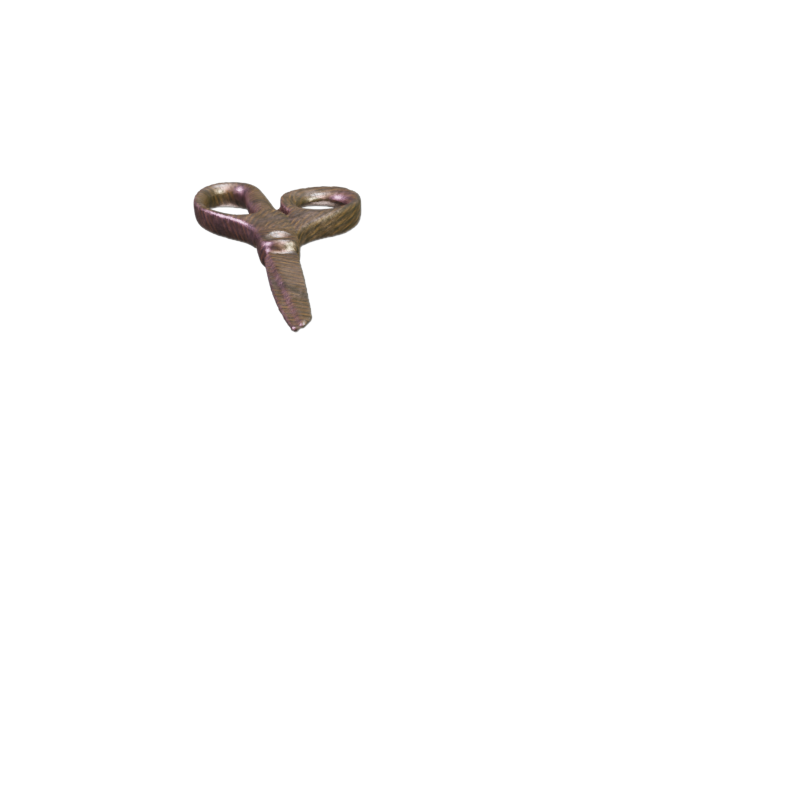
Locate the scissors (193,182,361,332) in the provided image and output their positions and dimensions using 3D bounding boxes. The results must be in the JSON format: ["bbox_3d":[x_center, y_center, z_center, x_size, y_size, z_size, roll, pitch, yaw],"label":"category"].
[{"bbox_3d":[-0.041,-0.075,0.524,0.094,0.015,0.215,-11,27,-22],"label":"scissors"}]
